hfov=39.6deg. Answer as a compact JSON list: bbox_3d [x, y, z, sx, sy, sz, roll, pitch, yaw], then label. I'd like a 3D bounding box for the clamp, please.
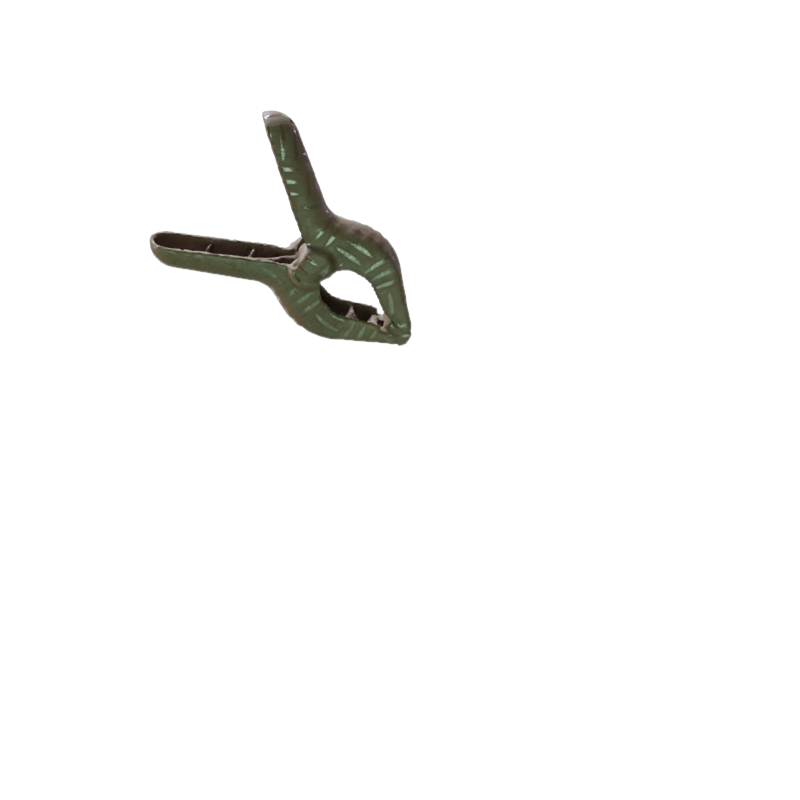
[{"bbox_3d":[-0.053,-0.097,0.679,0.165,0.117,0.042,28,32,-19],"label":"clamp"}]
